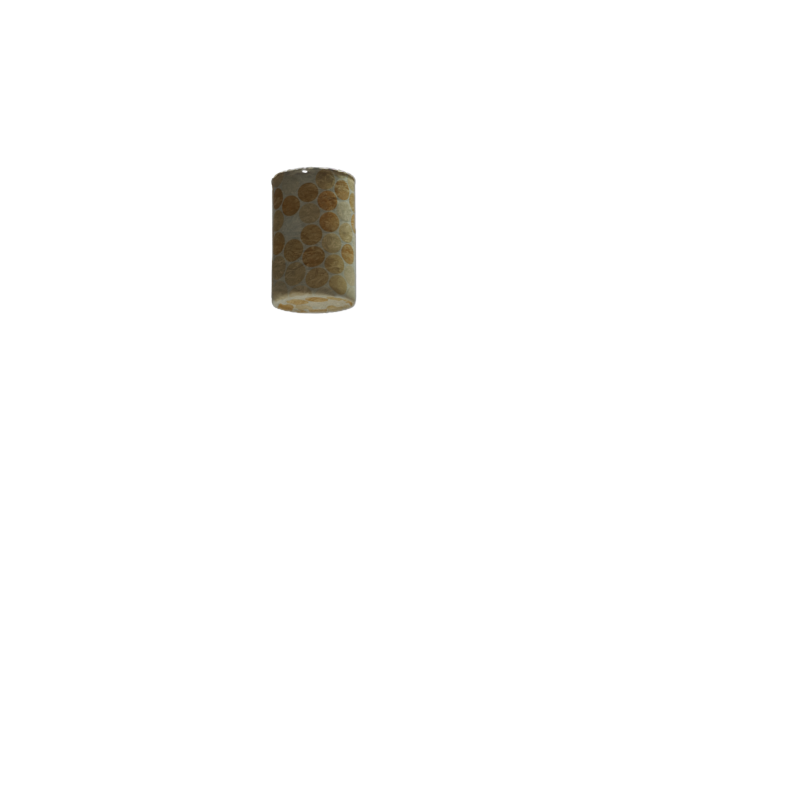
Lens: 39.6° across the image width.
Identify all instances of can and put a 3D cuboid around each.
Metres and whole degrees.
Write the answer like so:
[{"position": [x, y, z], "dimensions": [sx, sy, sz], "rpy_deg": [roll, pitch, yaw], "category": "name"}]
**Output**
[{"position": [-0.068, -0.124, 0.872], "dimensions": [0.068, 0.106, 0.066], "rpy_deg": [0, -13, -2], "category": "can"}]
